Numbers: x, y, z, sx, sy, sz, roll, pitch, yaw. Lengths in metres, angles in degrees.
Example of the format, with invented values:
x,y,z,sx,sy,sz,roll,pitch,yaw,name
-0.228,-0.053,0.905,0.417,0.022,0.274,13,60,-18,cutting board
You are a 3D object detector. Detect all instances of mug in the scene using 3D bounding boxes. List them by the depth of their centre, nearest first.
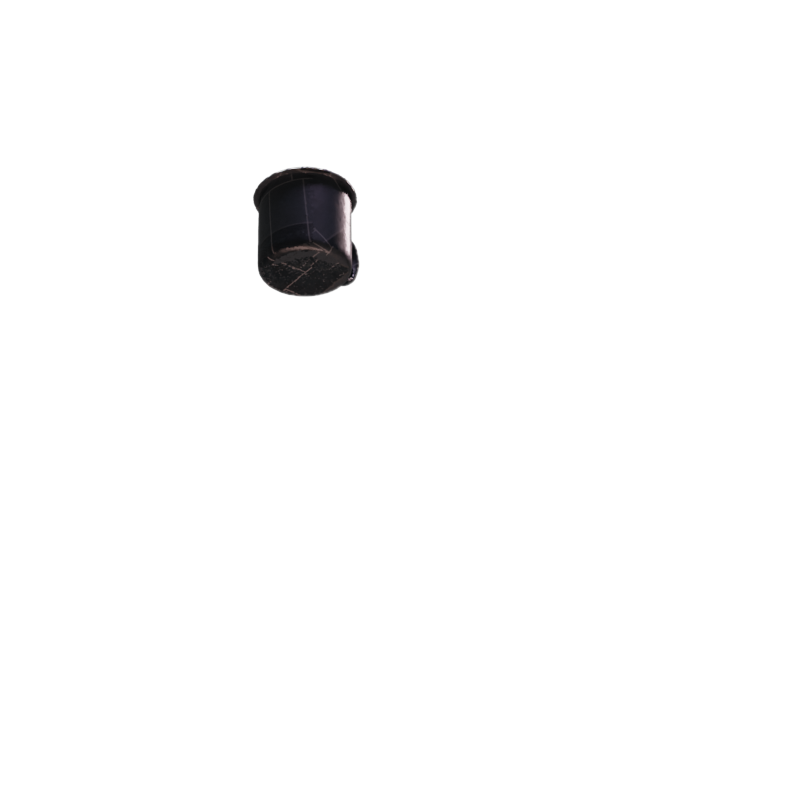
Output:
x,y,z,sx,sy,sz,roll,pitch,yaw,name
-0.077,-0.140,0.981,0.094,0.087,0.109,-22,-37,29,mug
